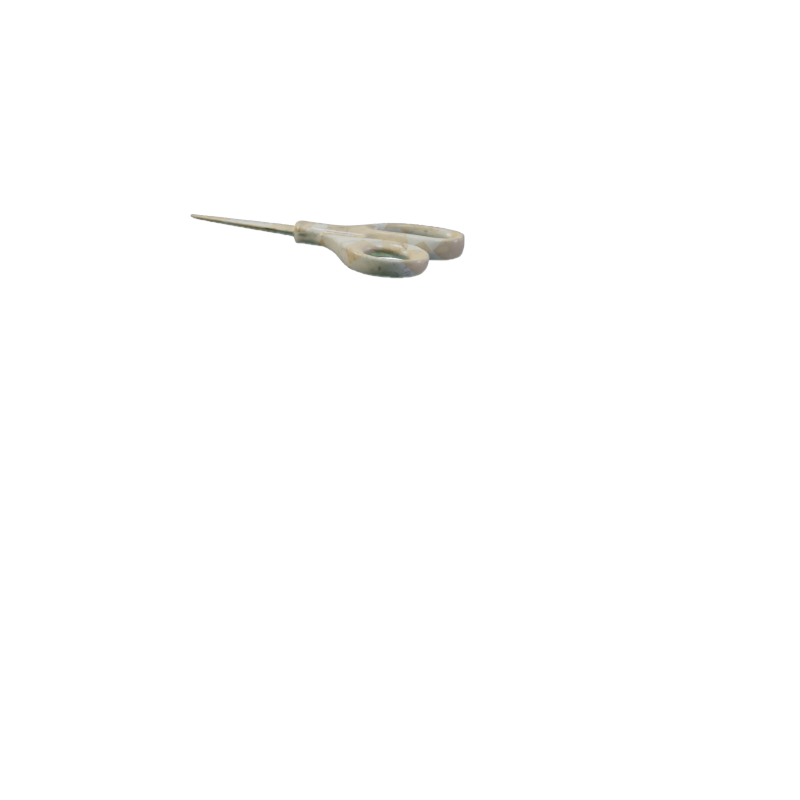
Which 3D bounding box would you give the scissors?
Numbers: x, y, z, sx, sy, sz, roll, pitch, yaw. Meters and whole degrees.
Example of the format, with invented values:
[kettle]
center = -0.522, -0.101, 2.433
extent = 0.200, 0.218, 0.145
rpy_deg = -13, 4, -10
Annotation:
[scissors]
center = -0.059, -0.107, 0.752
extent = 0.205, 0.015, 0.099
rpy_deg = 4, 24, 10
